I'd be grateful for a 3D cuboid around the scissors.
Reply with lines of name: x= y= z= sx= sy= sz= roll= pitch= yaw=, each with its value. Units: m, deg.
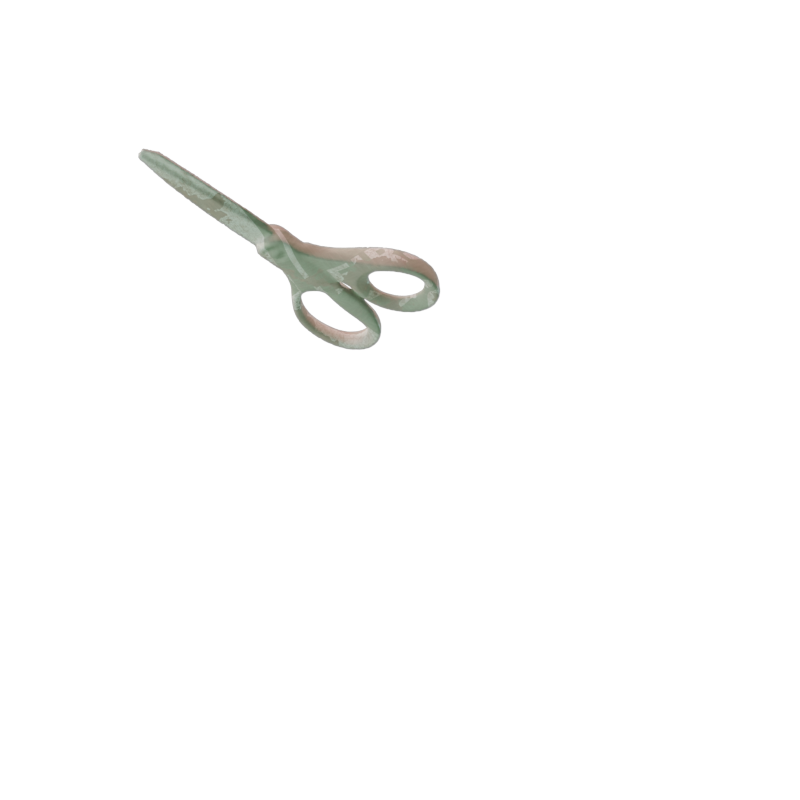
scissors: x=-0.047 y=-0.086 z=0.601 sx=0.097 sy=0.017 sz=0.186 roll=-14 pitch=-36 yaw=20
